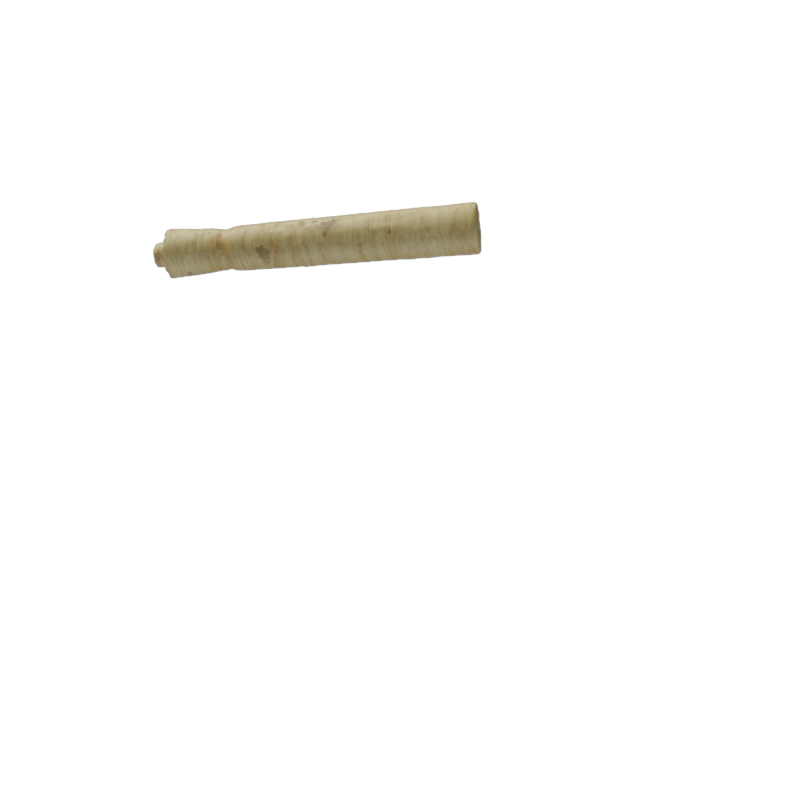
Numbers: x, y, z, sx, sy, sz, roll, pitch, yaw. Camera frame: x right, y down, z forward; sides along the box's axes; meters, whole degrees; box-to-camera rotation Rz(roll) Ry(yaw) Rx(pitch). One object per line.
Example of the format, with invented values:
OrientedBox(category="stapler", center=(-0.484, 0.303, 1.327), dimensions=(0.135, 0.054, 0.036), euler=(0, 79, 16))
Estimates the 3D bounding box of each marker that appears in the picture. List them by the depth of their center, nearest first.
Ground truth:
OrientedBox(category="marker", center=(-0.032, -0.058, 0.406), dimensions=(0.122, 0.020, 0.020), euler=(-3, 3, 12))
